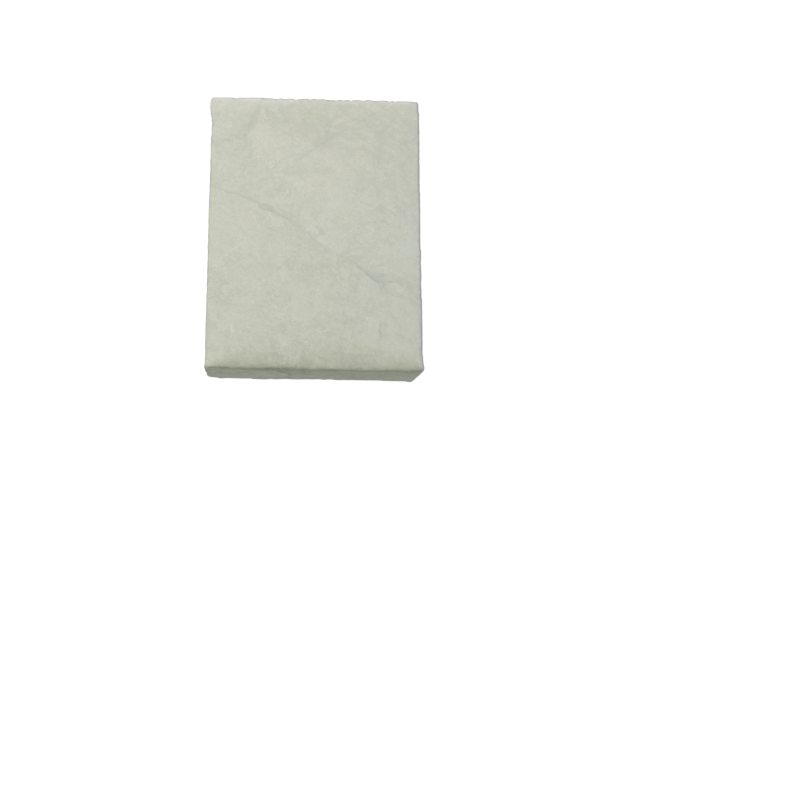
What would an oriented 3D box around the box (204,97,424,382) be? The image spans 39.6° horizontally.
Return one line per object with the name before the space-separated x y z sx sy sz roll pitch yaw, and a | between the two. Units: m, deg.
box | -0.068 -0.124 0.865 0.163 0.222 0.070 0 -14 -4
